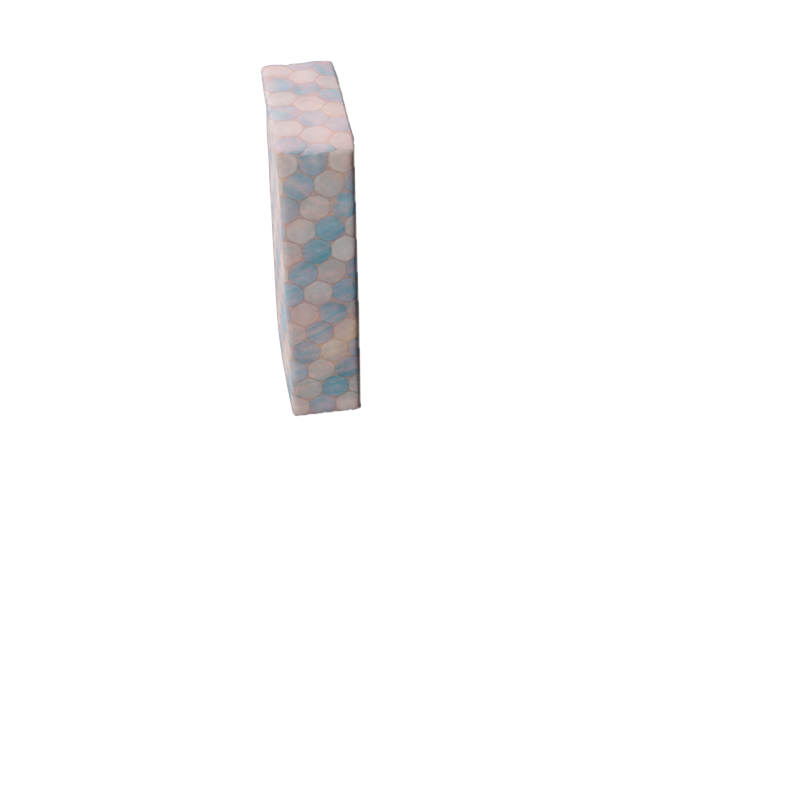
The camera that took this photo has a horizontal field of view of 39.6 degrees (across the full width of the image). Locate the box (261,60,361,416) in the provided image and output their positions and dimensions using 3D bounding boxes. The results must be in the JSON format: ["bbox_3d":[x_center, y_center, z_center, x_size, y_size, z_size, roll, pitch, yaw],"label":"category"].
[{"bbox_3d":[-0.048,-0.087,0.611,0.048,0.164,0.101,-4,41,-9],"label":"box"}]
